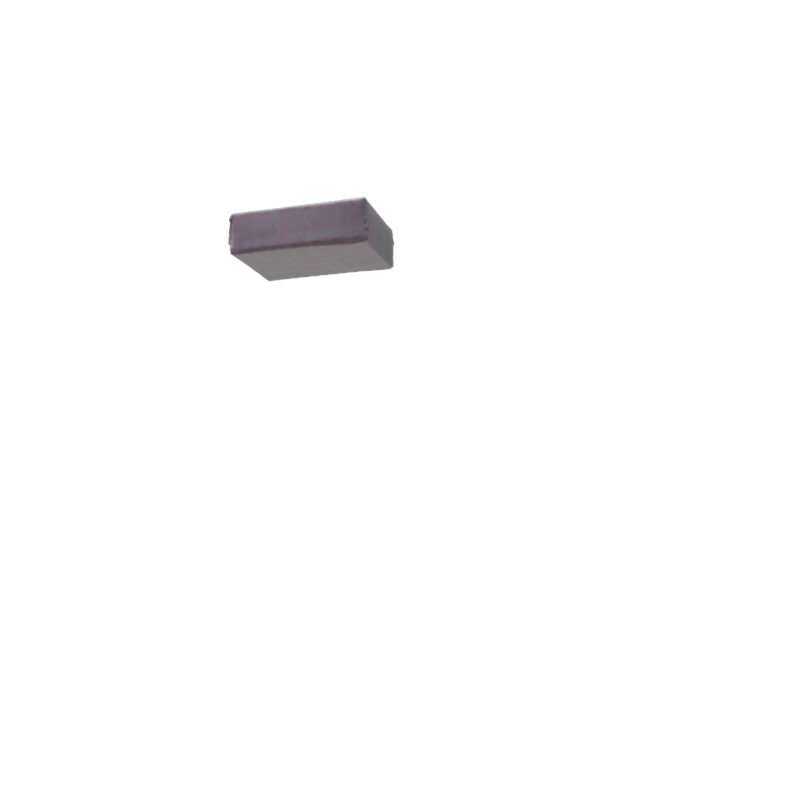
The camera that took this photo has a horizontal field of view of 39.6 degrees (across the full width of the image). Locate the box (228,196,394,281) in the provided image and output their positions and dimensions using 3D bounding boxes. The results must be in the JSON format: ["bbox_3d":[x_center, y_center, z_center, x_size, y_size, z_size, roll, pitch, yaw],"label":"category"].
[{"bbox_3d":[-0.069,-0.126,0.884,0.115,0.040,0.086,-2,-9,15],"label":"box"}]
